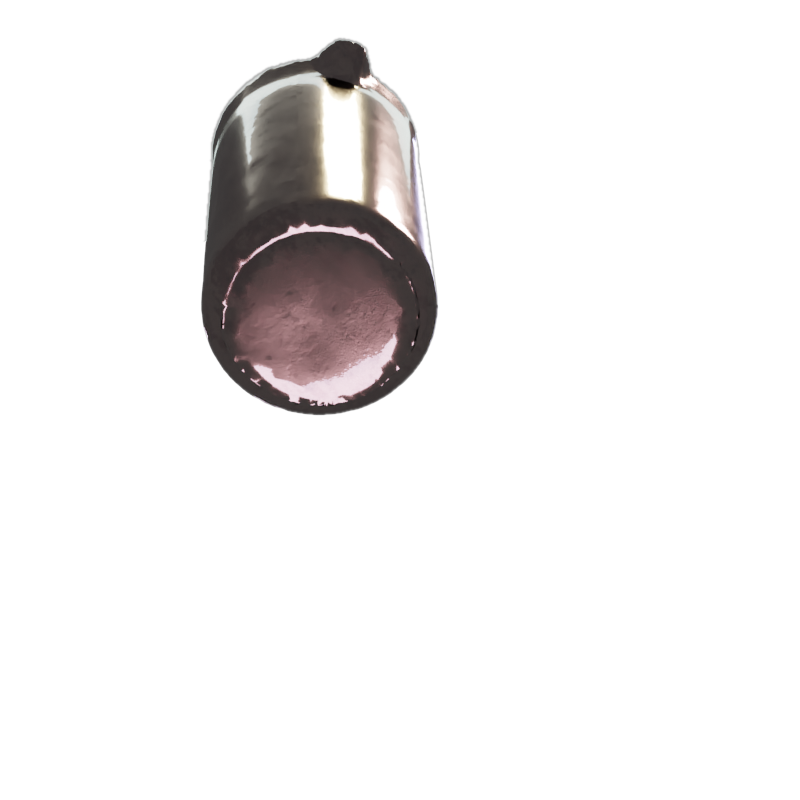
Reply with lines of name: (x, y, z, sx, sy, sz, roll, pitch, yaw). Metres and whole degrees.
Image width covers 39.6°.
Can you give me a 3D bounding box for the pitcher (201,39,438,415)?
pitcher: (-0.048, -0.087, 0.609, 0.145, 0.141, 0.257, -26, 26, 10)
